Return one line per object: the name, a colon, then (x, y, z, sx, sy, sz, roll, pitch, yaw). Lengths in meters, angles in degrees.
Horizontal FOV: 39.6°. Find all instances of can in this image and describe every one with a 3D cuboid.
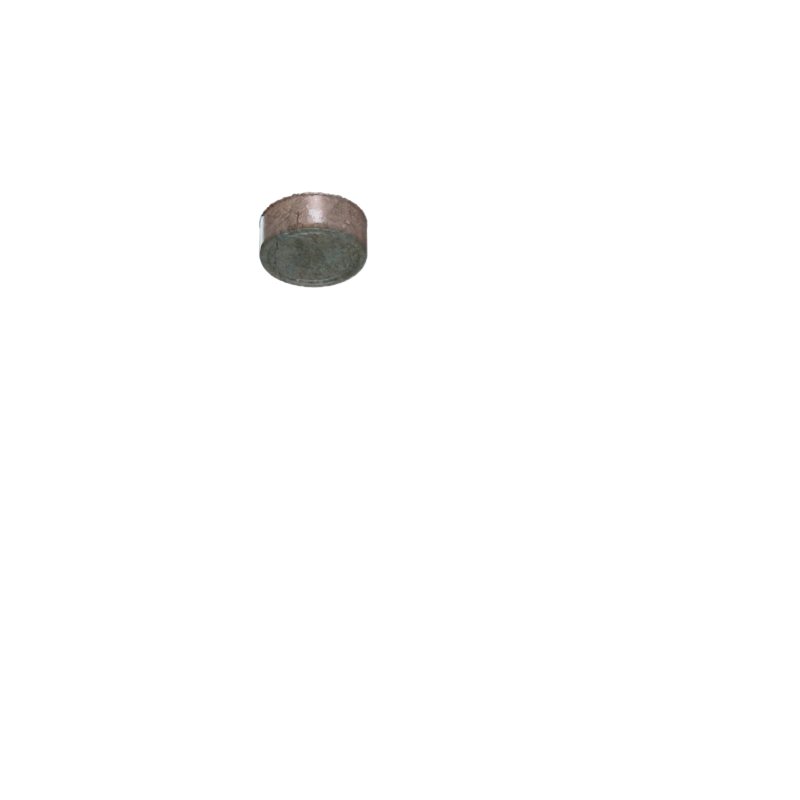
can: (-0.068, -0.123, 0.865, 0.086, 0.036, 0.081, 1, -30, -2)
